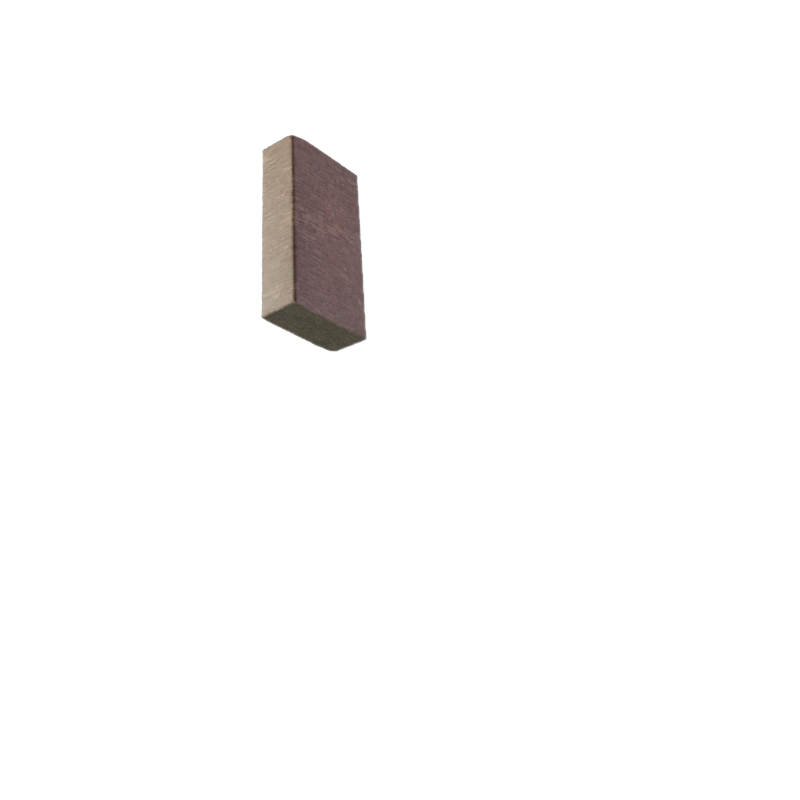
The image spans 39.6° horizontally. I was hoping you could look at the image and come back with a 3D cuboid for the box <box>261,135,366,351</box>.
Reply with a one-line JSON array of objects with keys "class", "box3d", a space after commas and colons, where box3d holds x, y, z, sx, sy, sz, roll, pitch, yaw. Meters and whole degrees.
[{"class": "box", "box3d": [-0.076, -0.139, 0.969, 0.048, 0.188, 0.087, -24, -36, 34]}]
